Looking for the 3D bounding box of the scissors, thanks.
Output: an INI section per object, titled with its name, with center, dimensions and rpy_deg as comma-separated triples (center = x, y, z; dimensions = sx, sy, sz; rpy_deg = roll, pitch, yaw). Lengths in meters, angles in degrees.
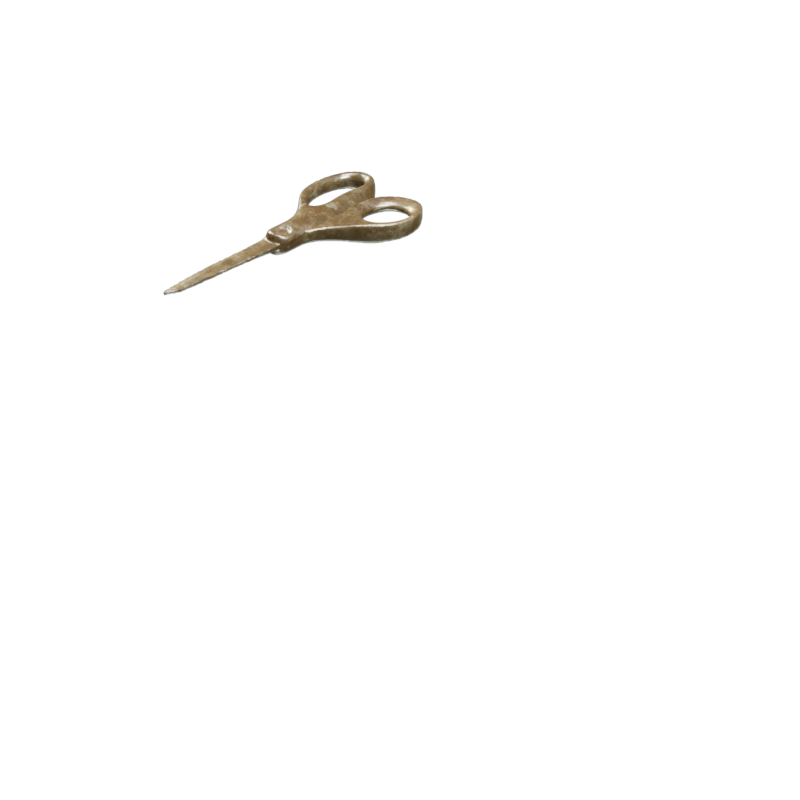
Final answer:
[scissors]
center = -0.056, -0.102, 0.717
dimensions = 0.100, 0.015, 0.206
rpy_deg = 15, 37, 20
